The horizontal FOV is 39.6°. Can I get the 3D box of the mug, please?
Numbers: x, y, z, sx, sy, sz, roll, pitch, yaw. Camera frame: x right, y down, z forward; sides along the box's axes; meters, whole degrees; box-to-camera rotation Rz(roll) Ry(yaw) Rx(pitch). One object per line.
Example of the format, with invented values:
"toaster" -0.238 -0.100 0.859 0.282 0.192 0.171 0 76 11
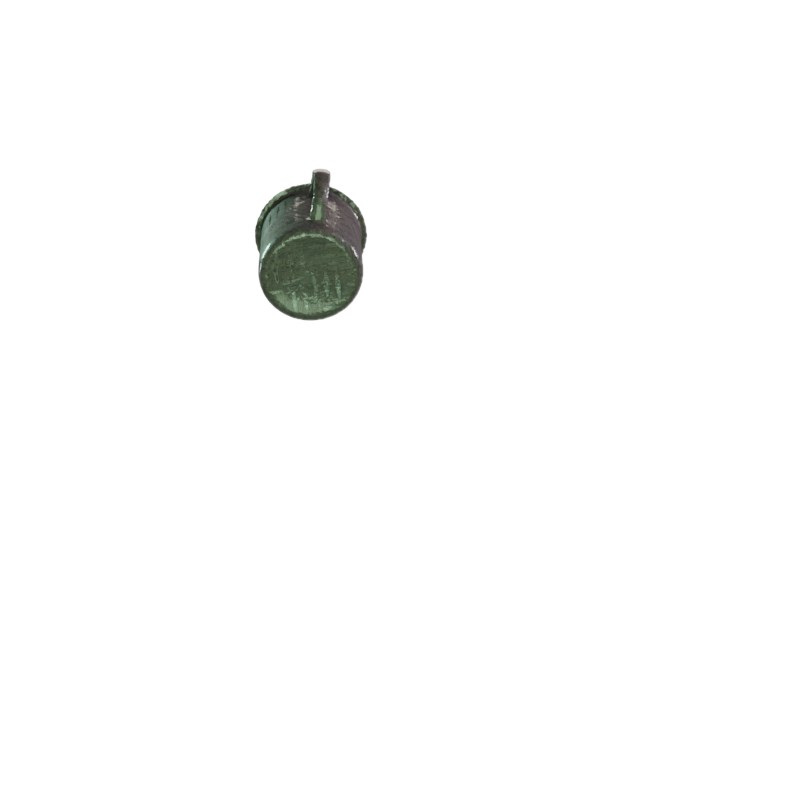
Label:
"mug" -0.069 -0.126 0.882 0.092 0.112 0.086 9 26 -7
